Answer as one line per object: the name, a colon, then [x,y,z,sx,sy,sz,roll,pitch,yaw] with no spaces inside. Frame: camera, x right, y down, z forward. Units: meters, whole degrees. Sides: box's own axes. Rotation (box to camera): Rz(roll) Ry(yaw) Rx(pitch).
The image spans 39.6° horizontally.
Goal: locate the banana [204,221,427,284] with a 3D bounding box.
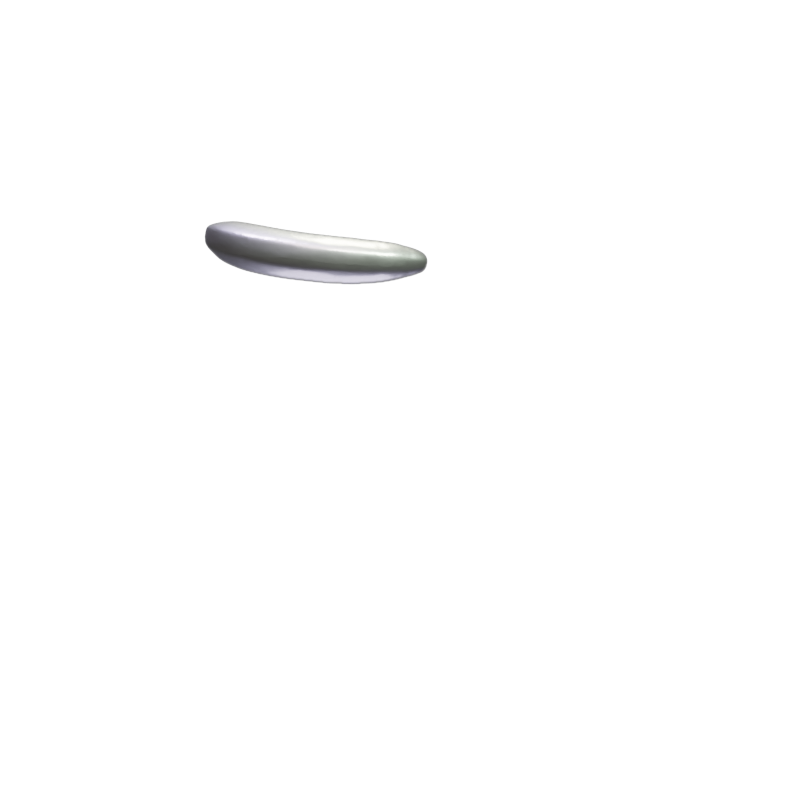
banana: [-0.081,-0.120,0.884,0.205,0.035,0.071,13,30,22]
